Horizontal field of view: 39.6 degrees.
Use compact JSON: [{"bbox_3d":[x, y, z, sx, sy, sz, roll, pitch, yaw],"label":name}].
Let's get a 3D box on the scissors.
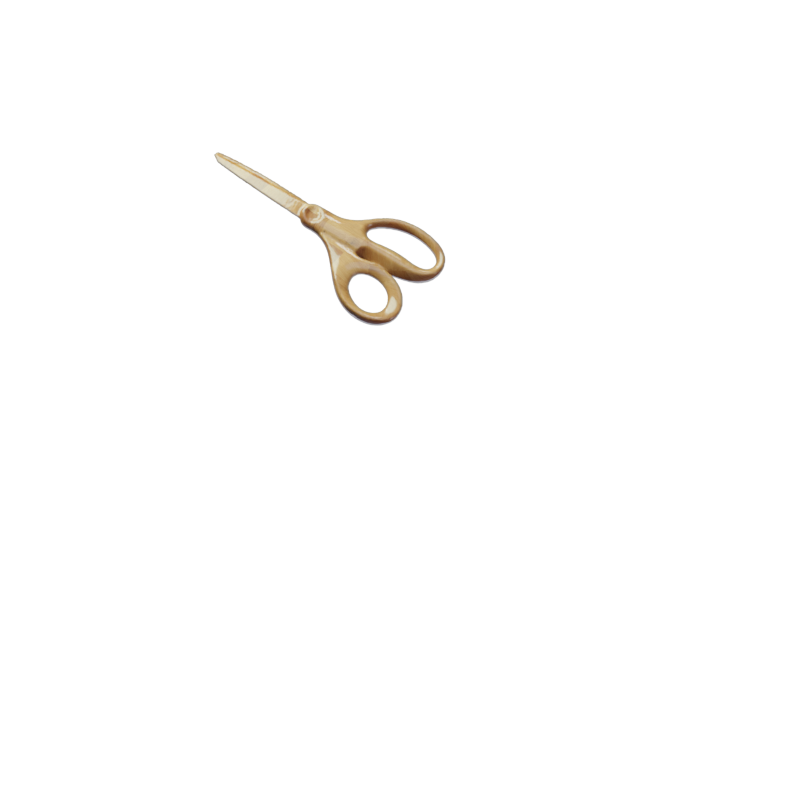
[{"bbox_3d":[-0.067,-0.122,0.856,0.205,0.100,0.015,19,-23,8],"label":"scissors"}]
